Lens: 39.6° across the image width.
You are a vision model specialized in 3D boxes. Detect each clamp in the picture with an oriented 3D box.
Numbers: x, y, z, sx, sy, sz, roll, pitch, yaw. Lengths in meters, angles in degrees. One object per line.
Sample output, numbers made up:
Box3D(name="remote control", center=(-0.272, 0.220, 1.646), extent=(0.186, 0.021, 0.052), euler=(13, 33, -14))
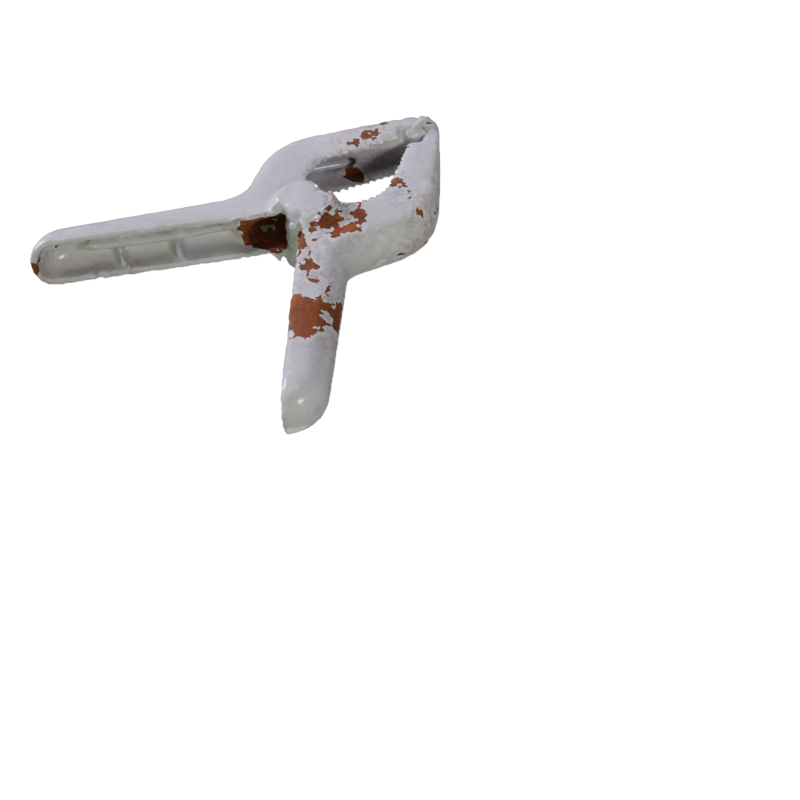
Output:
Box3D(name="clamp", center=(-0.040, -0.073, 0.514), extent=(0.211, 0.034, 0.176), euler=(-34, 52, -32))
